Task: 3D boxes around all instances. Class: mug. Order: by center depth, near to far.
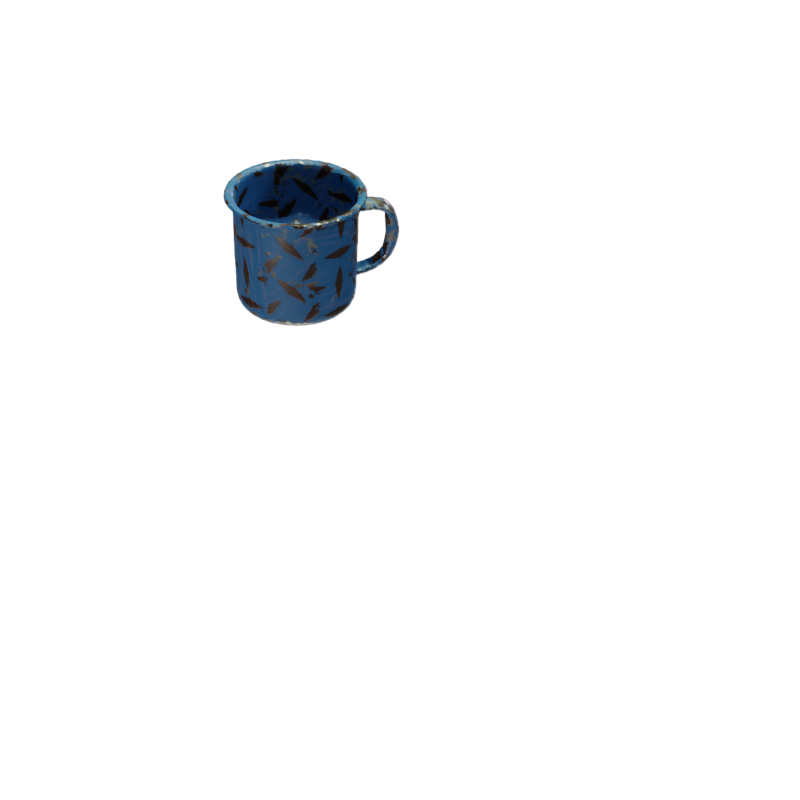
[{"bbox_3d":[-0.058,-0.105,0.739,0.115,0.076,0.101,-10,37,-15],"label":"mug"}]
